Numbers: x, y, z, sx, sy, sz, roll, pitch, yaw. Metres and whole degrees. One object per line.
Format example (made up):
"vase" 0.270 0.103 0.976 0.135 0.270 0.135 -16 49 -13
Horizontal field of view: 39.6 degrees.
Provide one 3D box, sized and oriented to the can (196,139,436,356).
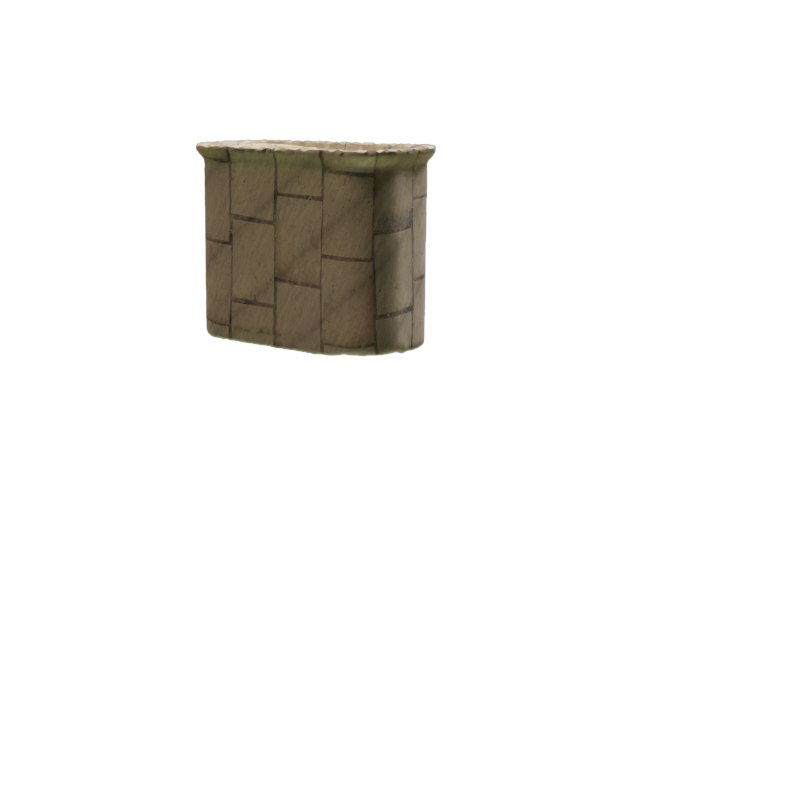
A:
"can" -0.037 -0.067 0.472 0.106 0.082 0.056 9 14 33
